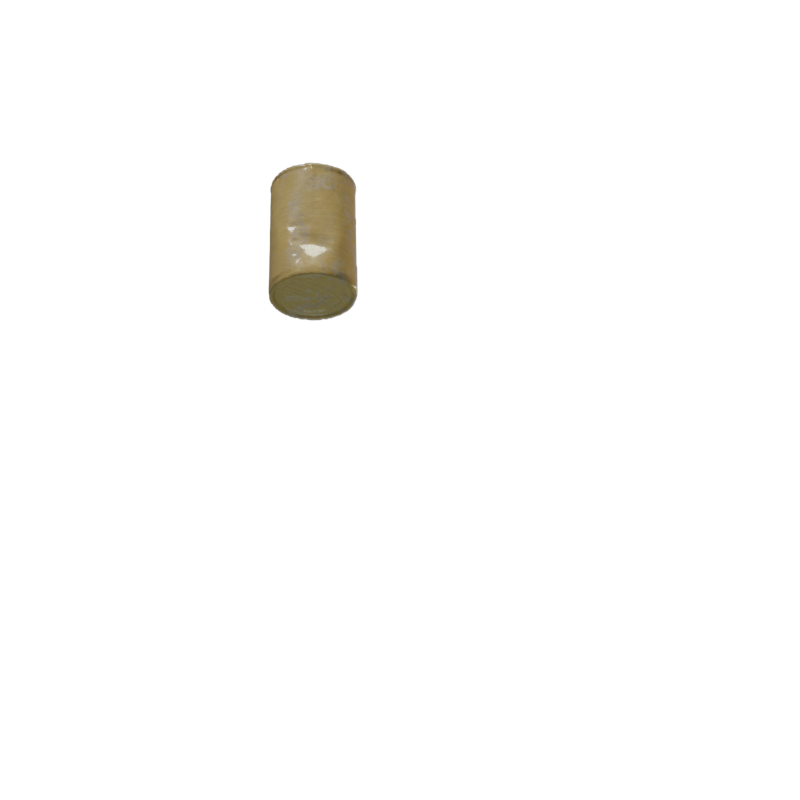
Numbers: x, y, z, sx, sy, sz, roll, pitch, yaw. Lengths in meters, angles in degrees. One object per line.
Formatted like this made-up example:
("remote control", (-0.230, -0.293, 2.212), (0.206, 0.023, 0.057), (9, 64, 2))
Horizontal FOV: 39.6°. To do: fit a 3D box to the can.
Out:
("can", (-0.066, -0.121, 0.848), (0.068, 0.109, 0.064), (-1, -32, -2))
